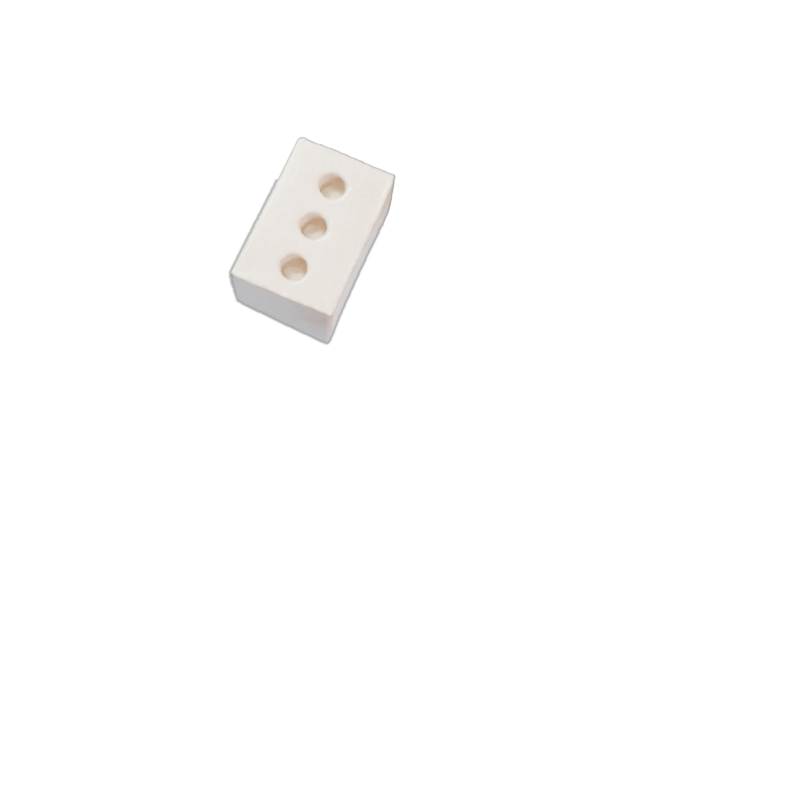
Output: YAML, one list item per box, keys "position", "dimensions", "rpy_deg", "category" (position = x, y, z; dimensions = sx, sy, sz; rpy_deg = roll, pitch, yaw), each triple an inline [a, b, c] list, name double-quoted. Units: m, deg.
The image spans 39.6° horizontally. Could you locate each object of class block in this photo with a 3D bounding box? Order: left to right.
- position: [-0.042, -0.077, 0.539]
  dimensions: [0.053, 0.080, 0.049]
  rpy_deg: [23, -14, 3]
  category: "block"
